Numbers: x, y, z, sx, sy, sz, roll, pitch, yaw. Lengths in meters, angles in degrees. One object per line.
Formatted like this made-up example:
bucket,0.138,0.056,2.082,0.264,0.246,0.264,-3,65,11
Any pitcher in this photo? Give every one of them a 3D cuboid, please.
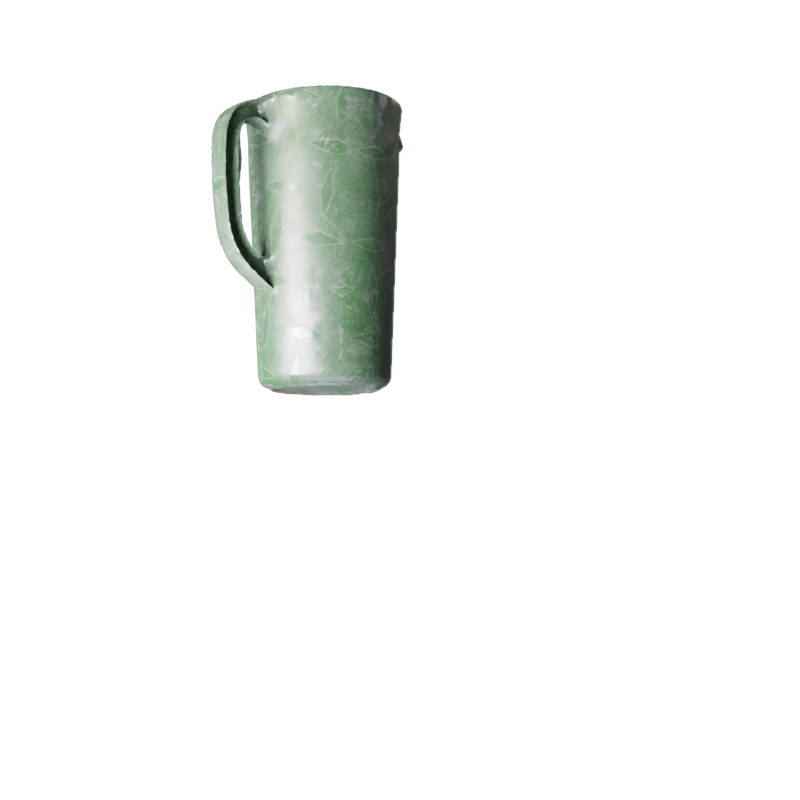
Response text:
pitcher,-0.071,-0.130,0.912,0.150,0.250,0.140,-1,-11,4
